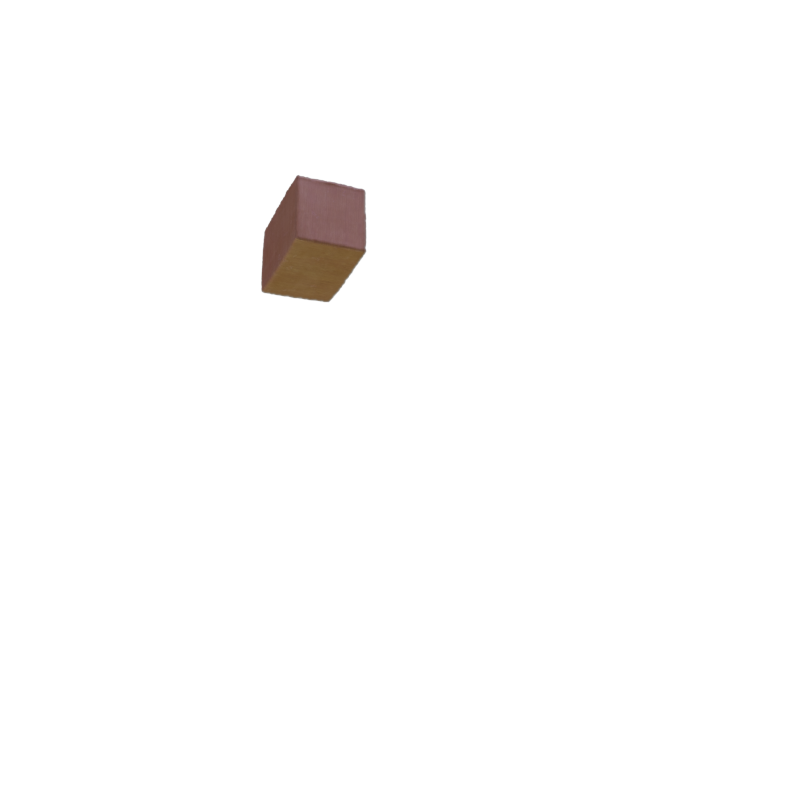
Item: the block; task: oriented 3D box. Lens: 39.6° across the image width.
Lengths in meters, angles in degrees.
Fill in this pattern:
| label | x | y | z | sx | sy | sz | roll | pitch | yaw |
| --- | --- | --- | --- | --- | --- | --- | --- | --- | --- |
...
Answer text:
| label | x | y | z | sx | sy | sz | roll | pitch | yaw |
| --- | --- | --- | --- | --- | --- | --- | --- | --- | --- |
| block | -0.061 | -0.110 | 0.774 | 0.051 | 0.054 | 0.076 | 10 | -29 | -20 |
